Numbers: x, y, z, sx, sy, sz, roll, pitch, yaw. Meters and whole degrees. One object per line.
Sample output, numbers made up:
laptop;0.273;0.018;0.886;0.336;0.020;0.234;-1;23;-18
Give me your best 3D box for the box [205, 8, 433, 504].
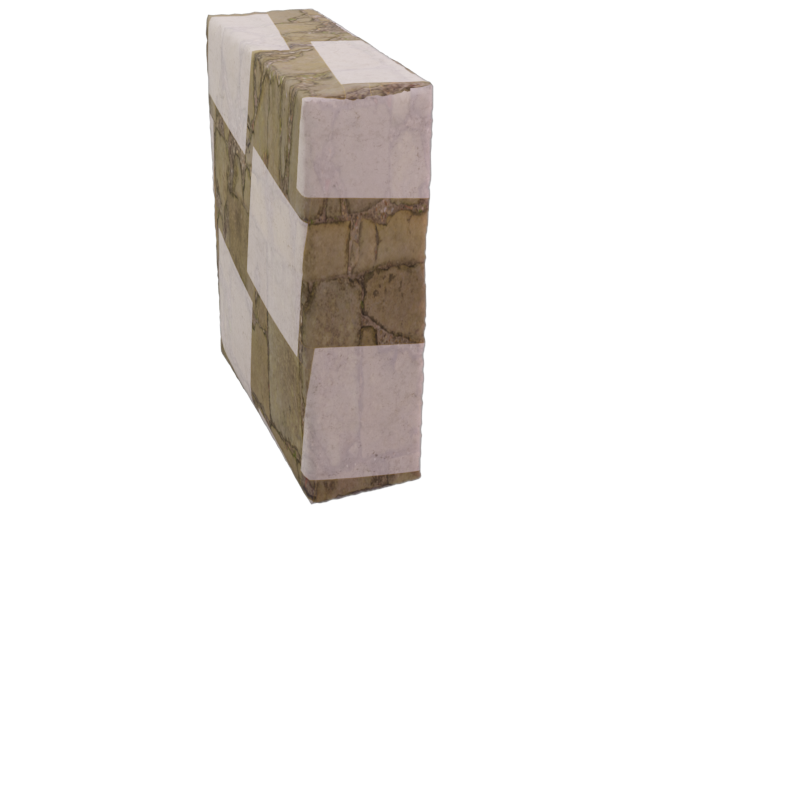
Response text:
box;-0.046;-0.083;0.585;0.070;0.202;0.177;-9;30;-21
